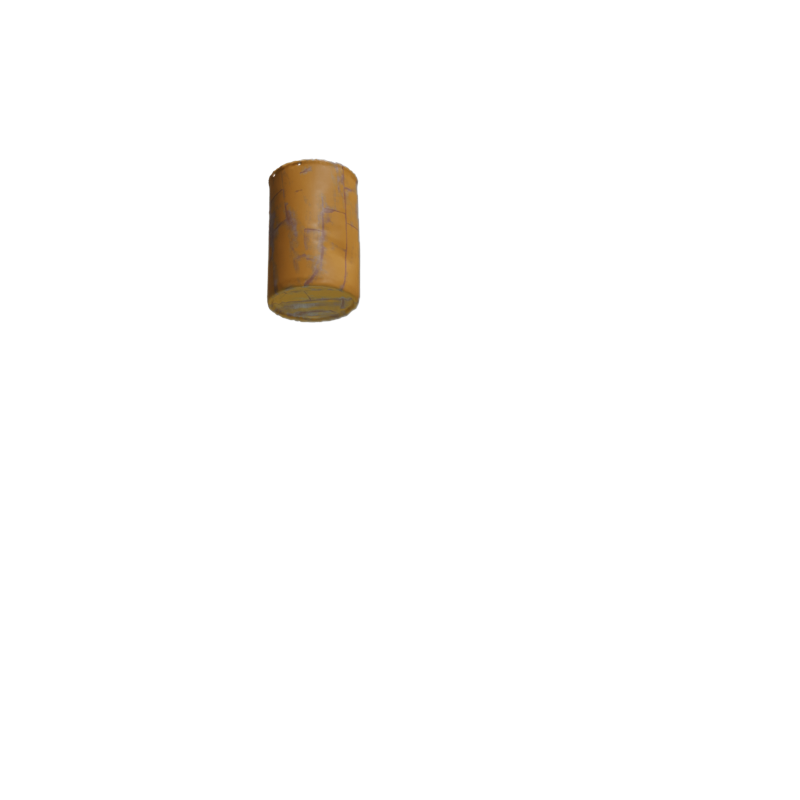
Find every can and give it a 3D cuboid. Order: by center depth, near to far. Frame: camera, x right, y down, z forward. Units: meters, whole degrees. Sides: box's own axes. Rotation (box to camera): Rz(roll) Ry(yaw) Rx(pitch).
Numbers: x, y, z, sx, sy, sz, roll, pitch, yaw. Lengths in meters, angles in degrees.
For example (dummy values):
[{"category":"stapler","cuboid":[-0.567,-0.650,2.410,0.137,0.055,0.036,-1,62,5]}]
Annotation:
[{"category":"can","cuboid":[-0.064,-0.116,0.814,0.068,0.108,0.065,0,-24,-2]}]
